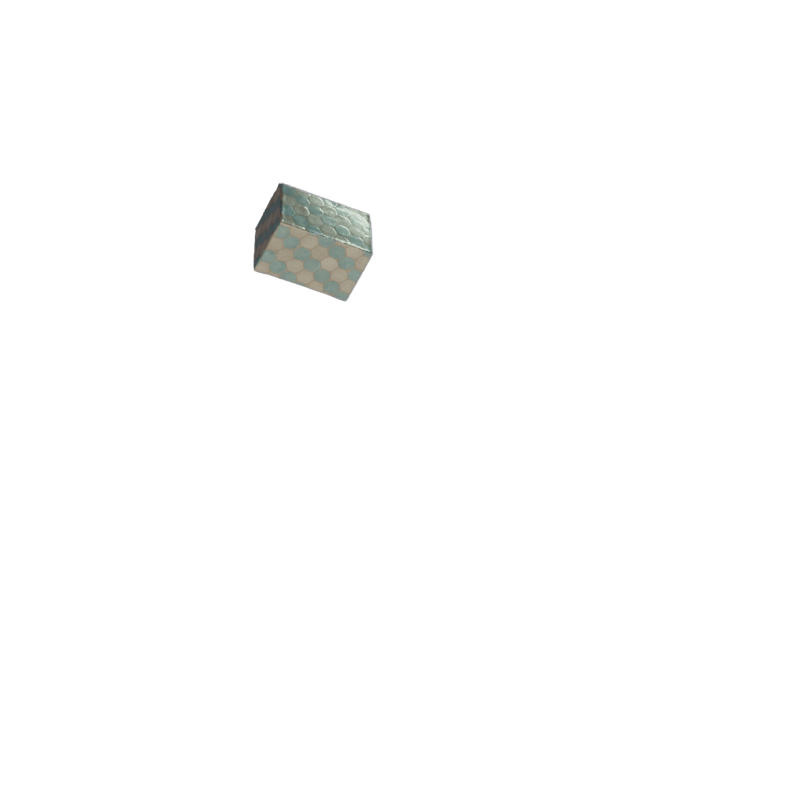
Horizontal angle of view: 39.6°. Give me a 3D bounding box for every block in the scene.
[{"bbox_3d":[-0.066,-0.120,0.839,0.075,0.051,0.055,19,38,-17],"label":"block"}]
